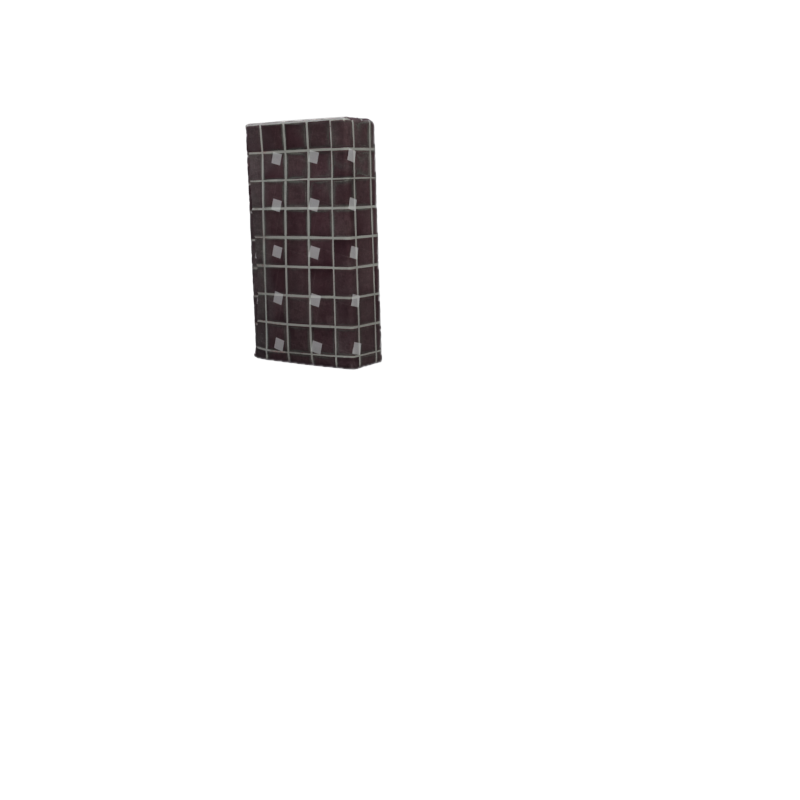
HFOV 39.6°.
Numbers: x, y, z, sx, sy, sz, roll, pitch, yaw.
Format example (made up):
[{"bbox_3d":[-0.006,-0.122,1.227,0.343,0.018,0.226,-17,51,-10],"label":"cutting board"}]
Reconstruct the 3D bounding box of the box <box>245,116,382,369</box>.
[{"bbox_3d":[-0.063,-0.115,0.805,0.097,0.175,0.046,3,3,35],"label":"box"}]
